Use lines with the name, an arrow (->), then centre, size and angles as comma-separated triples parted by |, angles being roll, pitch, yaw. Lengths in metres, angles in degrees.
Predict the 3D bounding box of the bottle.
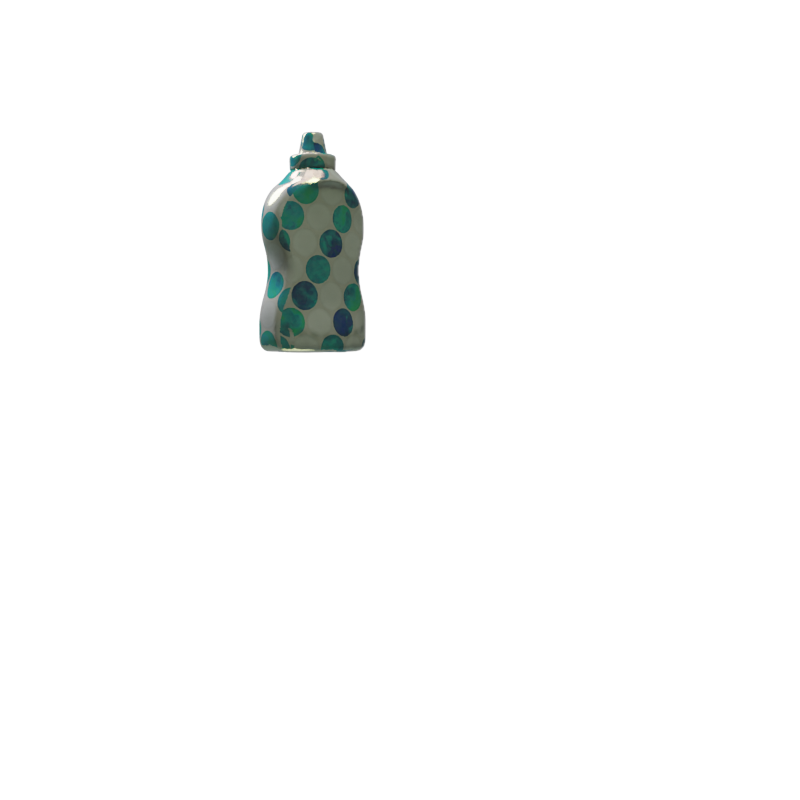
bottle -> -0.076, -0.138, 0.969 | 0.092, 0.193, 0.060 | 2, -4, -35
